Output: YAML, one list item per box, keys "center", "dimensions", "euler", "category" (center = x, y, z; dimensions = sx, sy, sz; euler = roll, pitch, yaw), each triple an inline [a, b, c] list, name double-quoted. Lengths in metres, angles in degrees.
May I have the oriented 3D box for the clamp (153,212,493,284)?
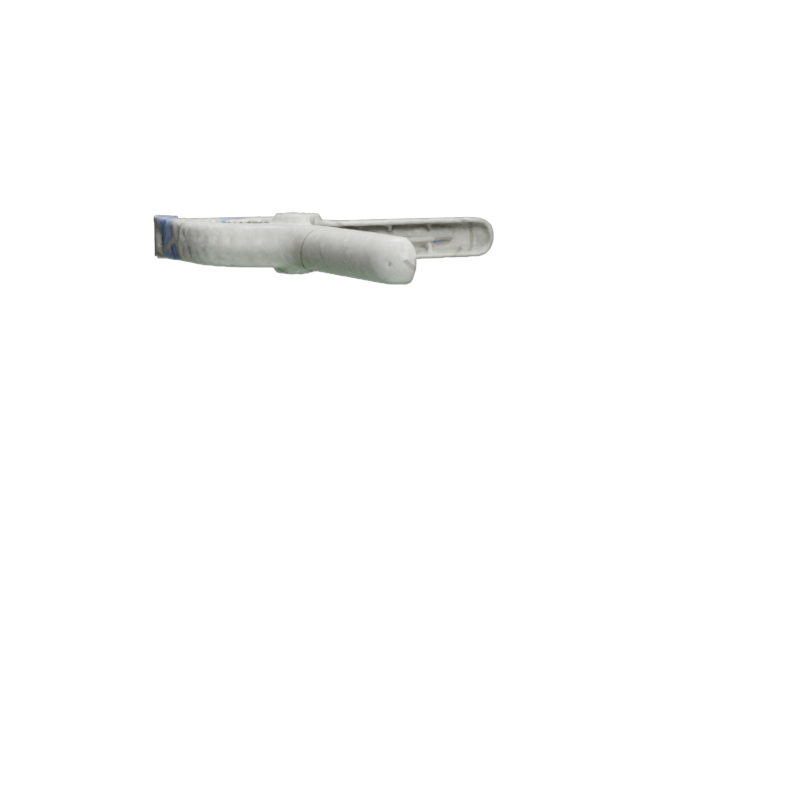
- center: [-0.053, -0.097, 0.680]
  dimensions: [0.218, 0.036, 0.162]
  euler: [7, 14, 28]
  category: "clamp"
